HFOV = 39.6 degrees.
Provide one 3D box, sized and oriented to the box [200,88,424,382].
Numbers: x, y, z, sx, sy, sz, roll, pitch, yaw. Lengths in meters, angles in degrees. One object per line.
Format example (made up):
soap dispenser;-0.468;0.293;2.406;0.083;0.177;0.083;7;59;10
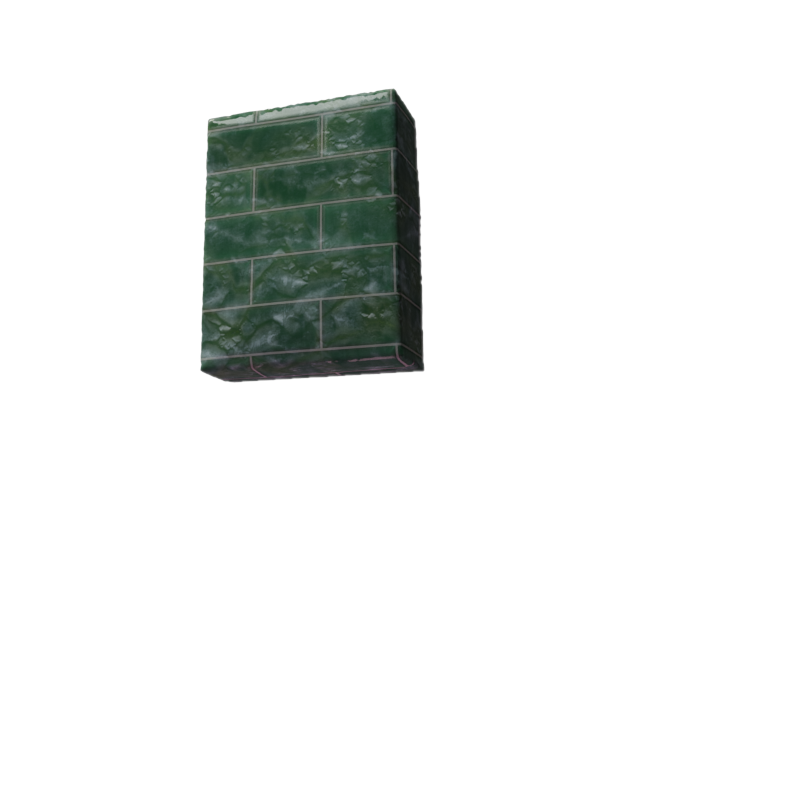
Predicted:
box;-0.069;-0.126;0.880;0.167;0.223;0.068;-6;-17;18
